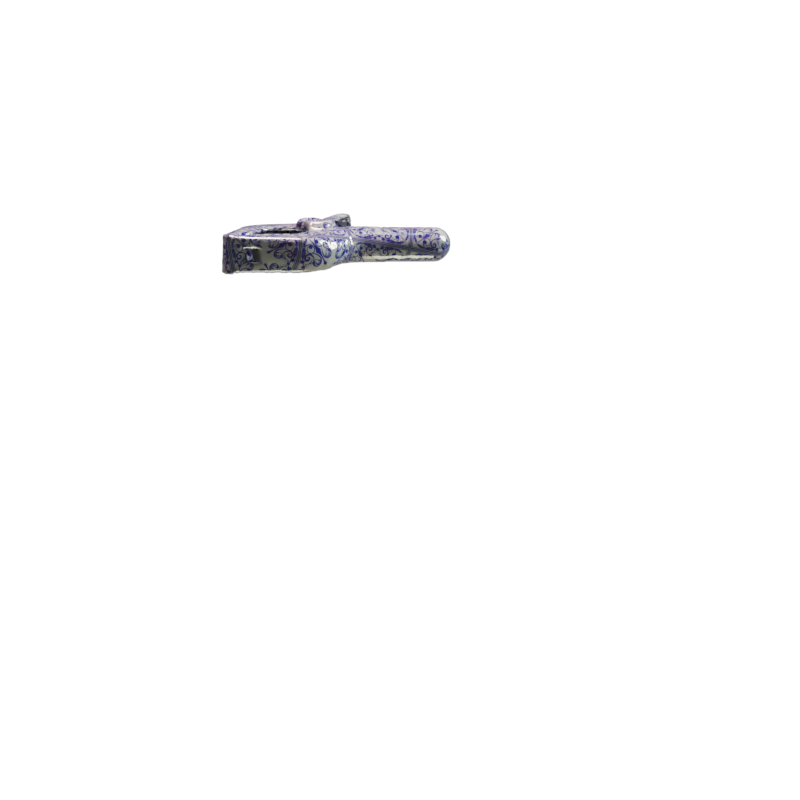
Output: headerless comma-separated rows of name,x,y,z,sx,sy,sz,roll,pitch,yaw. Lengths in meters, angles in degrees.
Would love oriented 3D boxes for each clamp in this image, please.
clamp,-0.063,-0.115,0.809,0.166,0.039,0.126,-7,12,-34
